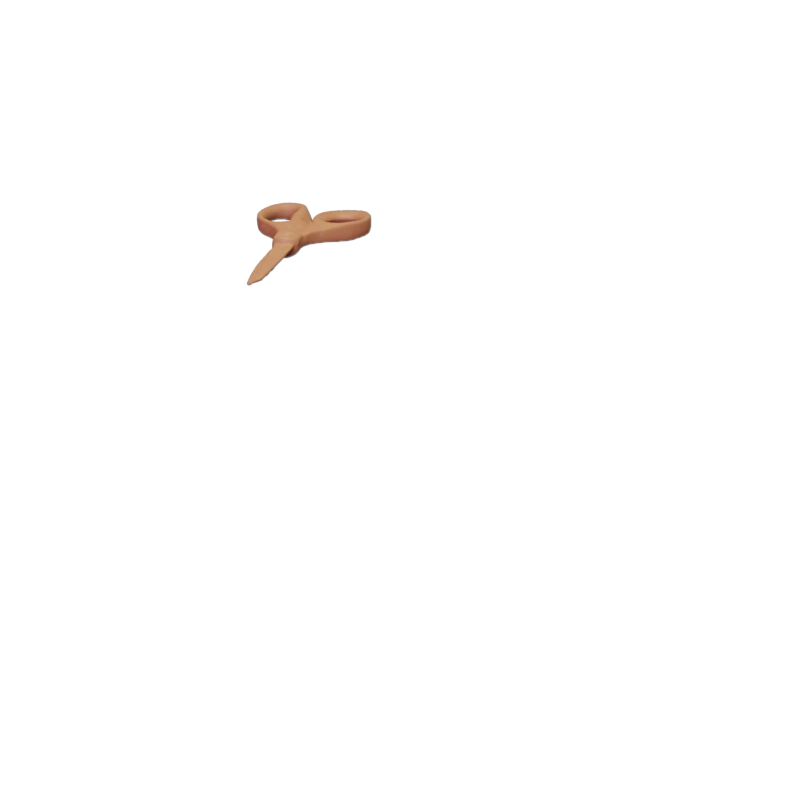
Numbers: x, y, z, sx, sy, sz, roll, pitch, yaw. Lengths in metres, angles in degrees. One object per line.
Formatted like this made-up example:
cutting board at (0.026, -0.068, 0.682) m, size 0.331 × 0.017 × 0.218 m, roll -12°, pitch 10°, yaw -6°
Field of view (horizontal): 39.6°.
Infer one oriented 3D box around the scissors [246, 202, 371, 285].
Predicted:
scissors at (-0.061, -0.112, 0.785) m, size 0.095 × 0.015 × 0.212 m, roll -3°, pitch 22°, yaw -7°
